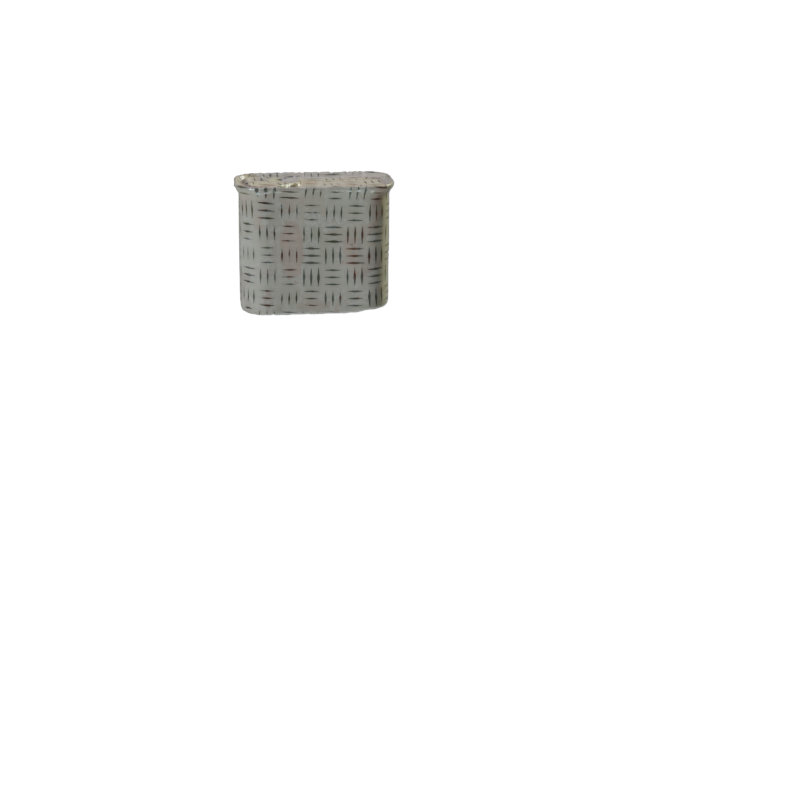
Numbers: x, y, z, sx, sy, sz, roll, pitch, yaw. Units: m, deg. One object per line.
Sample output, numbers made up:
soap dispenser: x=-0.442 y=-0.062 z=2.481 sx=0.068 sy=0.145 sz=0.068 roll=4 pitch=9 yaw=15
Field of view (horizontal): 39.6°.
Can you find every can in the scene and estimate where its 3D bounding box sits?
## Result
can: x=-0.056 y=-0.103 z=0.720 sx=0.101 sy=0.081 sz=0.060 roll=-1 pitch=16 yaw=-6
